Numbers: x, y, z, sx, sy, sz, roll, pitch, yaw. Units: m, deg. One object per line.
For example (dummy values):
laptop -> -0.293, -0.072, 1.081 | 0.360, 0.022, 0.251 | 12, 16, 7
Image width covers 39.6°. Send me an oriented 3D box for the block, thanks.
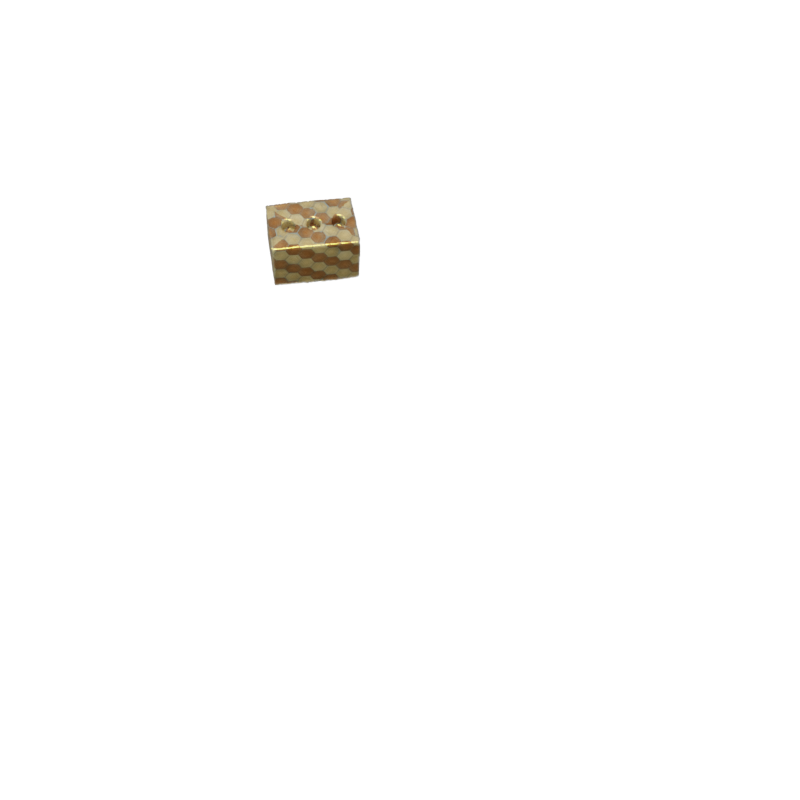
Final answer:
block -> -0.076, -0.139, 0.972 | 0.077, 0.057, 0.048 | -7, -35, -6
